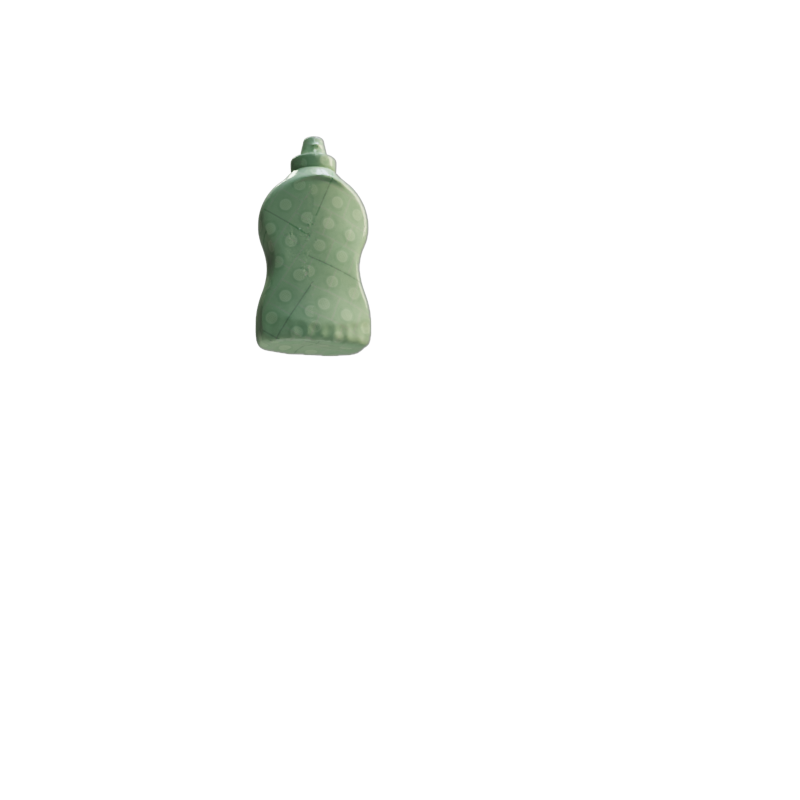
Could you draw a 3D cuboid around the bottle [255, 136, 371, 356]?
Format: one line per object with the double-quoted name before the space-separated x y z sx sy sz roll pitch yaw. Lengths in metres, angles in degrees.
"bottle" -0.075 -0.137 0.962 0.094 0.200 0.057 3 -18 -13
